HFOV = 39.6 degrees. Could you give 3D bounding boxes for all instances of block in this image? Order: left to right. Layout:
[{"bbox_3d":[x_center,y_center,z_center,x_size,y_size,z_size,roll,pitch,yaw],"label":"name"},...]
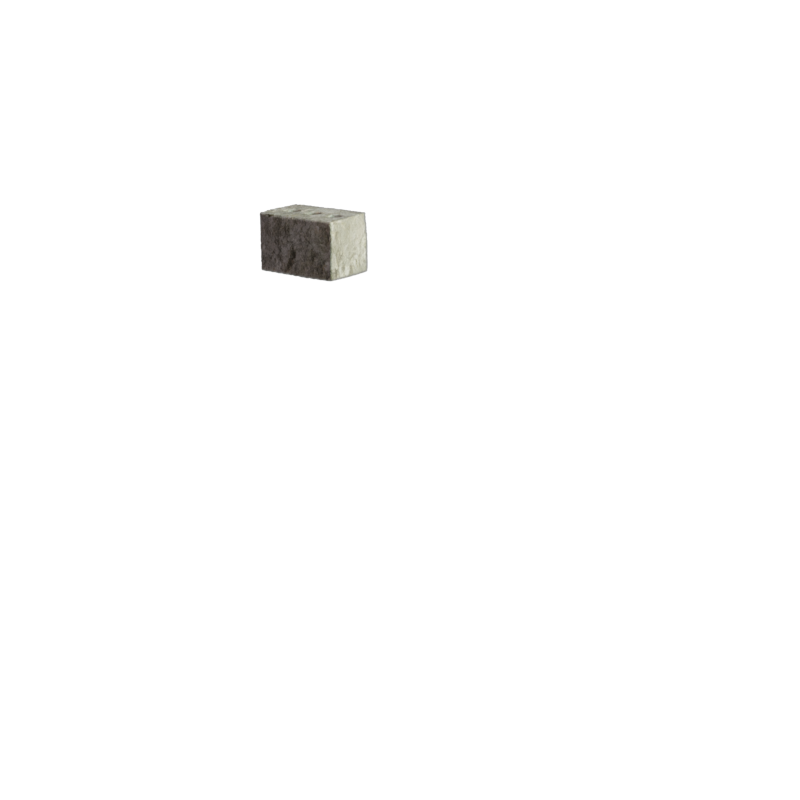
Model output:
[{"bbox_3d":[-0.073,-0.134,0.938,0.082,0.050,0.052,12,19,33],"label":"block"}]
